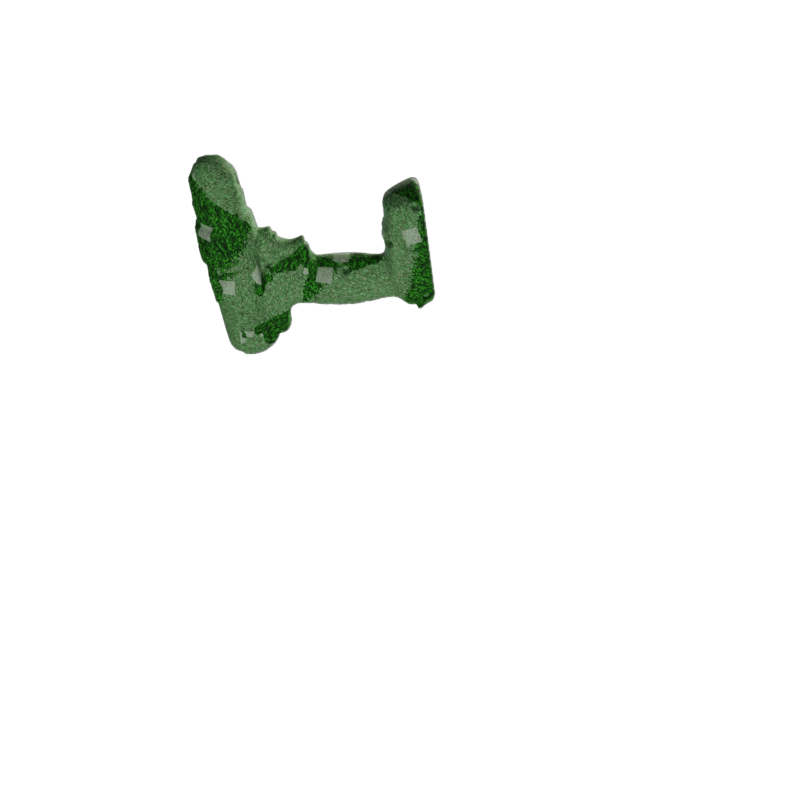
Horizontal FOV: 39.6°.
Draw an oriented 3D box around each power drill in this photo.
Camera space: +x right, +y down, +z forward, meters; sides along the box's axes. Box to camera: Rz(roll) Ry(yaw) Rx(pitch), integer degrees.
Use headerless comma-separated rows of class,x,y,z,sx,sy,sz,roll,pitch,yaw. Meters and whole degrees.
power drill,-0.071,-0.130,0.913,0.188,0.172,0.061,-8,34,5
